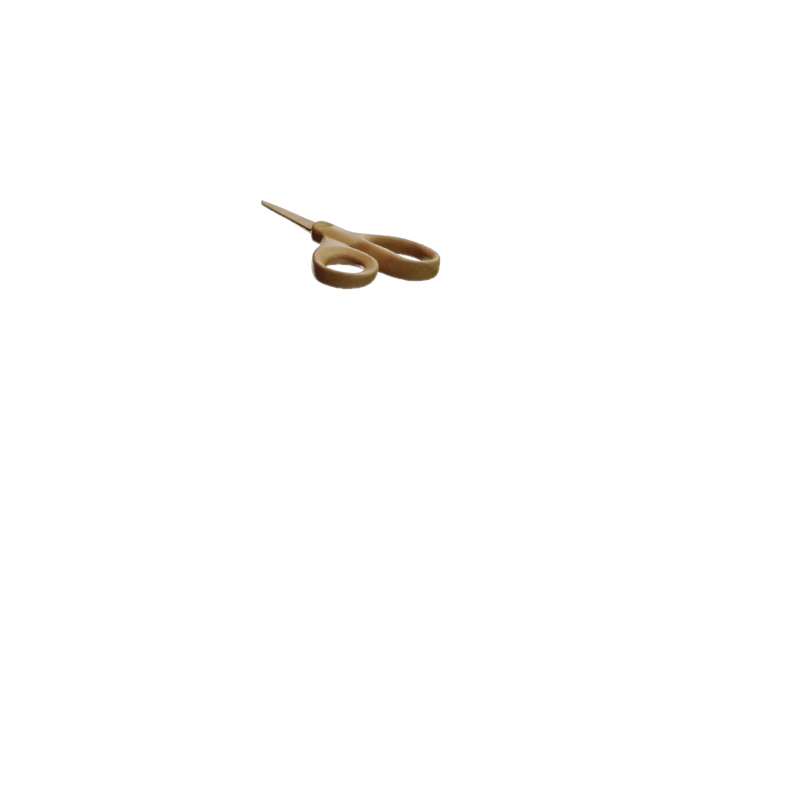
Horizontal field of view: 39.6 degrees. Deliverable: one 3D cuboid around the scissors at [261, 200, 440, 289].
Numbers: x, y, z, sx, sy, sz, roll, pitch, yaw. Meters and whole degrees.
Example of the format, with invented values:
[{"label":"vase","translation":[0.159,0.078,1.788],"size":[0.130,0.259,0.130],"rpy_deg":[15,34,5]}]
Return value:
[{"label":"scissors","translation":[-0.063,-0.115,0.808],"size":[0.214,0.015,0.095],"rpy_deg":[21,32,38]}]
